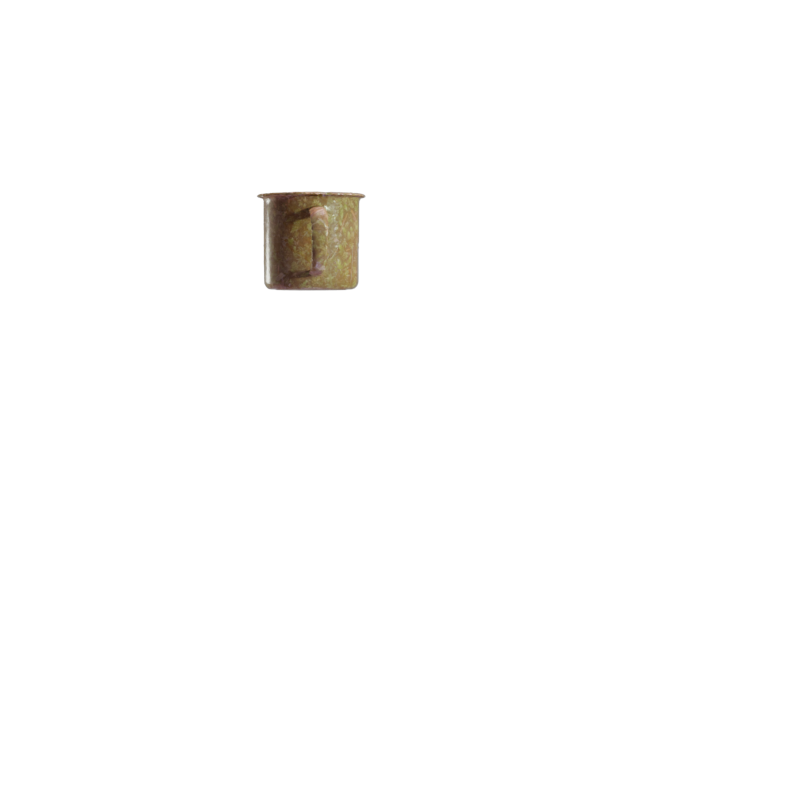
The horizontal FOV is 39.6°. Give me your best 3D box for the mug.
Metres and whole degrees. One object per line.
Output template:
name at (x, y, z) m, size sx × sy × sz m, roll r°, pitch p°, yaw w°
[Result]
mug at (-0.074, -0.134, 0.940) m, size 0.092 × 0.081 × 0.119 m, roll -1°, pitch 5°, yaw -11°
